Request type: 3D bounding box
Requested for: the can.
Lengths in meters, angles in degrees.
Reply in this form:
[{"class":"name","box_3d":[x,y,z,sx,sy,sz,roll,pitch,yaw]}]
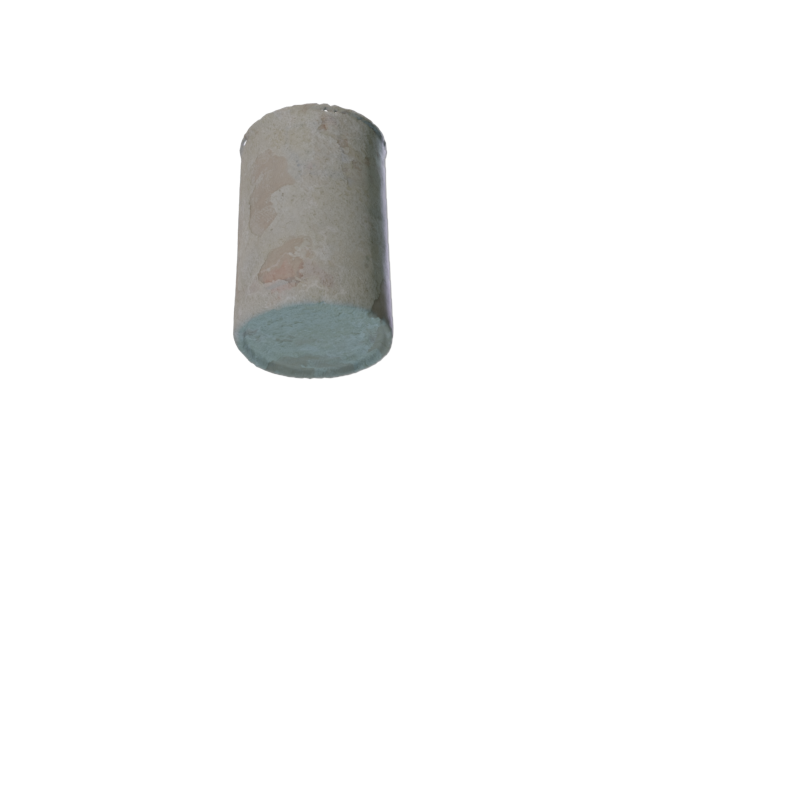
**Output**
[{"class":"can","box_3d":[-0.038,-0.069,0.485,0.068,0.109,0.064,-1,-31,-2]}]
